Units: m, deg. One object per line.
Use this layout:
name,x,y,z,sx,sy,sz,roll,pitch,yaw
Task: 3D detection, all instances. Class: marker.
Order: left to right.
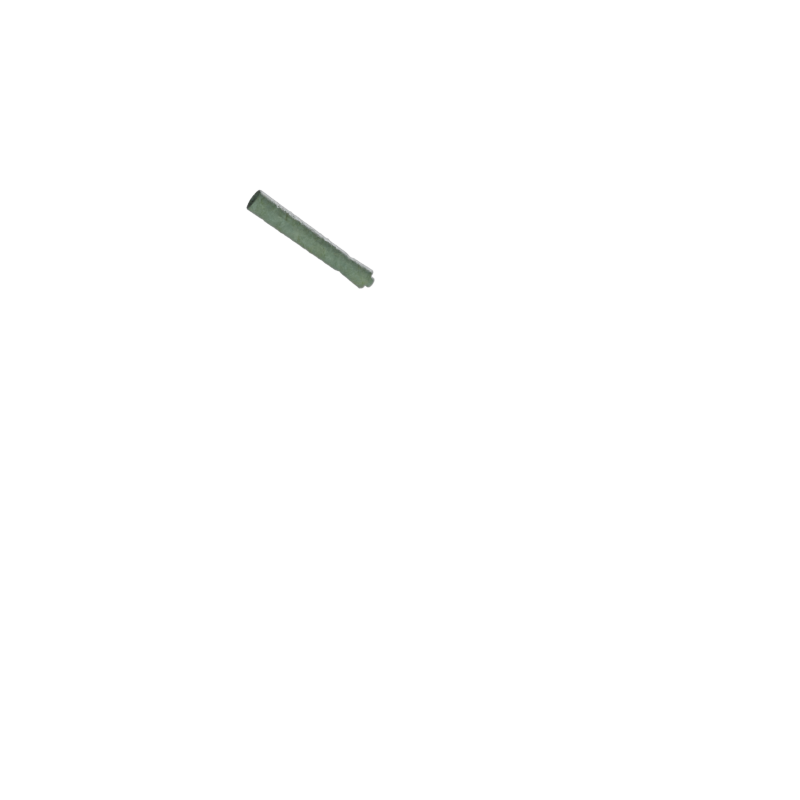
marker,-0.070,-0.127,0.889,0.116,0.020,0.020,34,-8,-16
